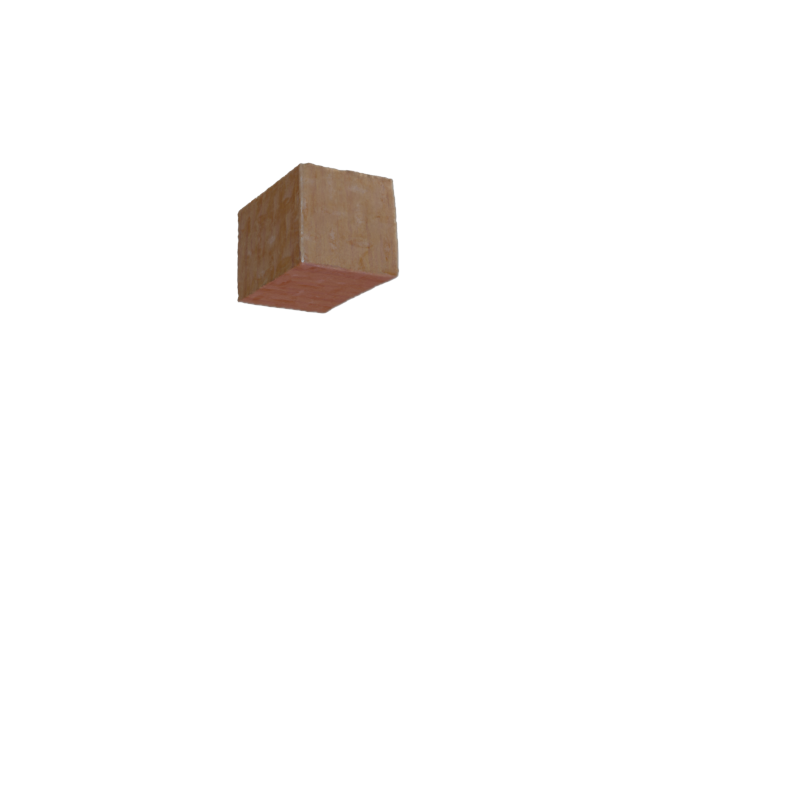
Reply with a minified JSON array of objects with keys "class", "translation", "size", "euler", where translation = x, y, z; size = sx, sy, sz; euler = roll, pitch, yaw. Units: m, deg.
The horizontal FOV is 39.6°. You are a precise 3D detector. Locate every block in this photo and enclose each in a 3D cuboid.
[{"class":"block","translation":[-0.043,-0.078,0.550],"size":[0.051,0.053,0.078],"euler":[8,-15,-30]}]
